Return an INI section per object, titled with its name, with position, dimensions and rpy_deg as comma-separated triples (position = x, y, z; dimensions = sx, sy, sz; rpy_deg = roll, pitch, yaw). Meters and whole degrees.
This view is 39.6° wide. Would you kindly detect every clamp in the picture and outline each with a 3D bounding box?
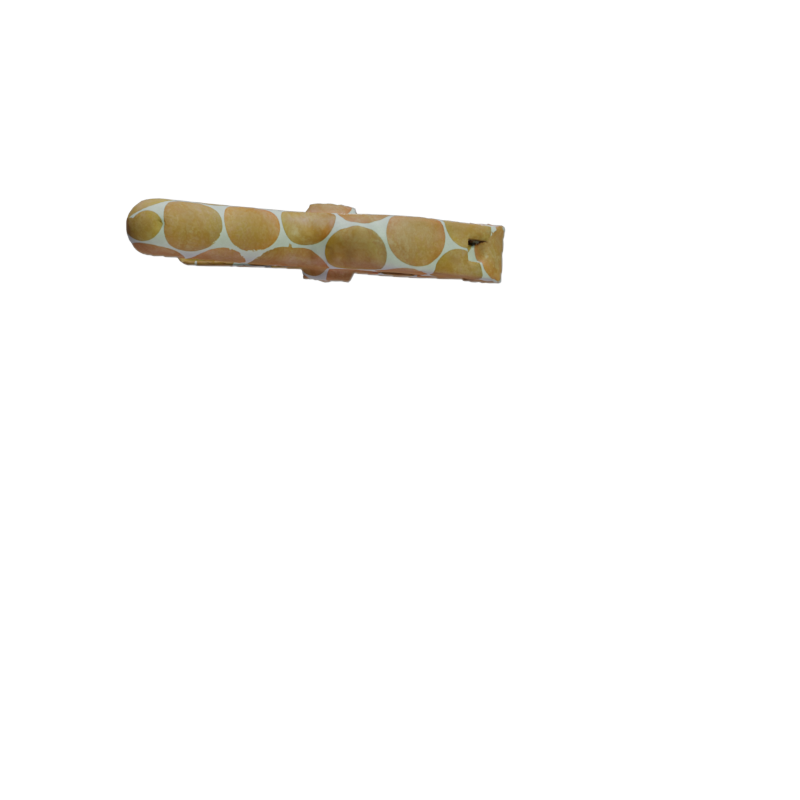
[clamp]
position = -0.040, -0.073, 0.510
dimensions = 0.174, 0.039, 0.120
rpy_deg = 2, 9, 11
